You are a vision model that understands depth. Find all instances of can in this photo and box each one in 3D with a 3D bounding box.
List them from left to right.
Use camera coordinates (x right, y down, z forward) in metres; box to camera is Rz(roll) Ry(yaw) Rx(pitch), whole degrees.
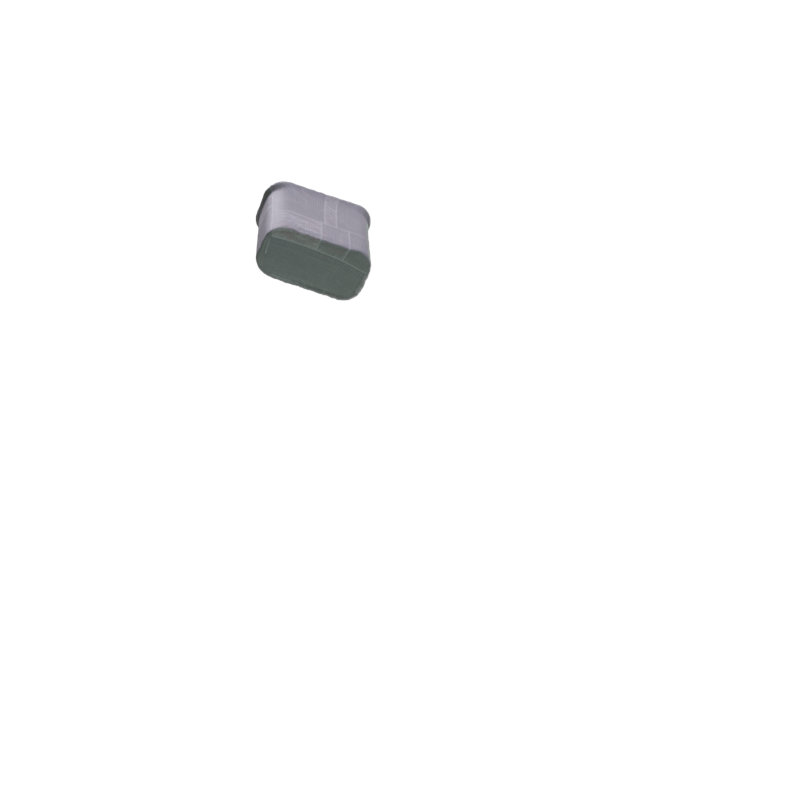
[{"bbox_3d":[-0.076,-0.139,0.971,0.100,0.055,0.089,17,31,-12],"label":"can"}]
